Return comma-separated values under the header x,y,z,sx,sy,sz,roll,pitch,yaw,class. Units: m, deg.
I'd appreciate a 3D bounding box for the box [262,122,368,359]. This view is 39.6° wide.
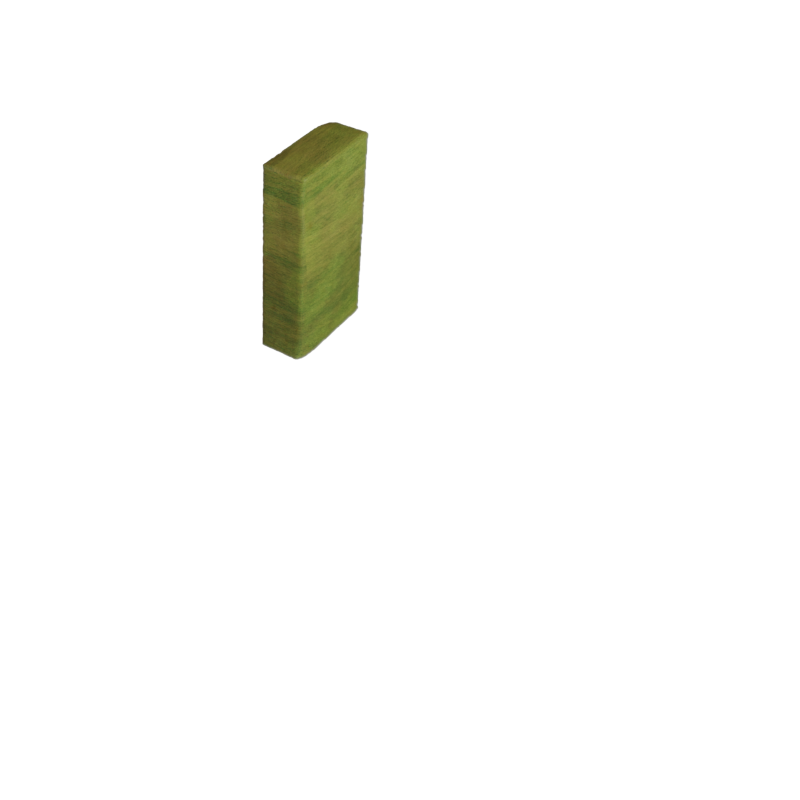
x,y,z,sx,sy,sz,roll,pitch,yaw,class
-0.070,-0.128,0.895,0.050,0.165,0.095,21,40,23,box
